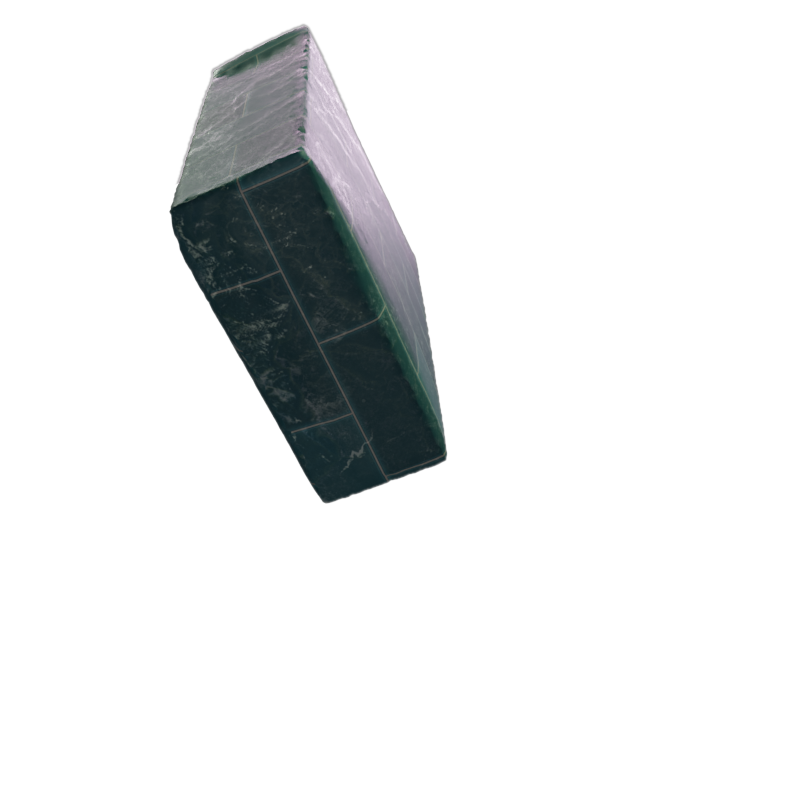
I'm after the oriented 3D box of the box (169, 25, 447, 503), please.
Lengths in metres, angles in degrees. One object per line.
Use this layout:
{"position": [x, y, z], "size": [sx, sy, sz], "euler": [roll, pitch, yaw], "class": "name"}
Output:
{"position": [-0.044, -0.081, 0.568], "size": [0.072, 0.154, 0.227], "euler": [-22, 28, 9], "class": "box"}
